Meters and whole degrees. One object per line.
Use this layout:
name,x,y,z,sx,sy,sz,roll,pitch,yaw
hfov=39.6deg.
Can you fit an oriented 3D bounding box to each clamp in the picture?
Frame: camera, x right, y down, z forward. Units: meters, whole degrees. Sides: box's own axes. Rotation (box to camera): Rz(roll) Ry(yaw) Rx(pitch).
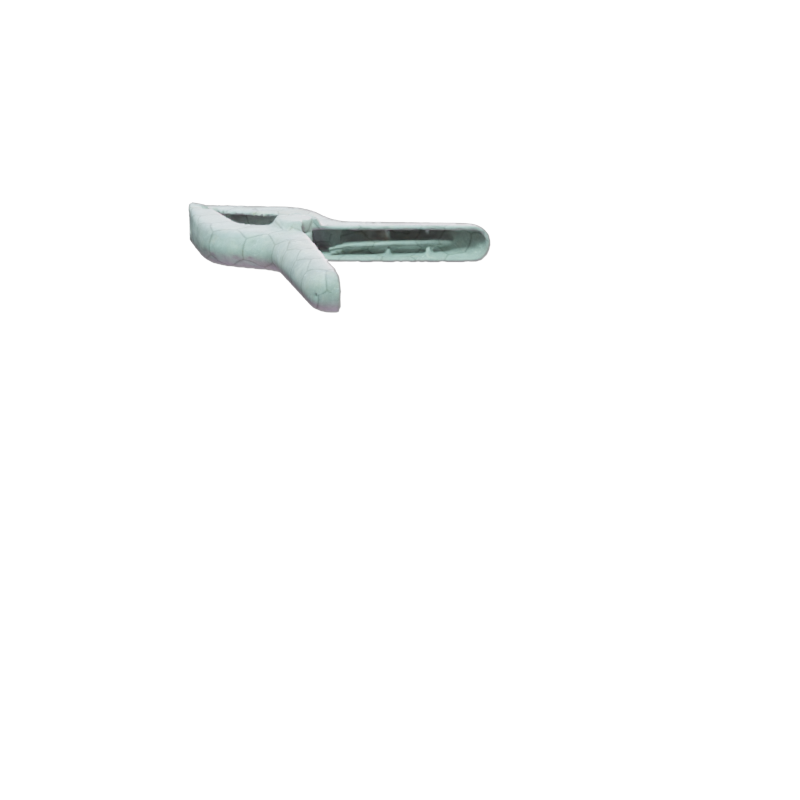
clamp,-0.058,-0.105,0.739,0.161,0.035,0.222,-18,27,-40
